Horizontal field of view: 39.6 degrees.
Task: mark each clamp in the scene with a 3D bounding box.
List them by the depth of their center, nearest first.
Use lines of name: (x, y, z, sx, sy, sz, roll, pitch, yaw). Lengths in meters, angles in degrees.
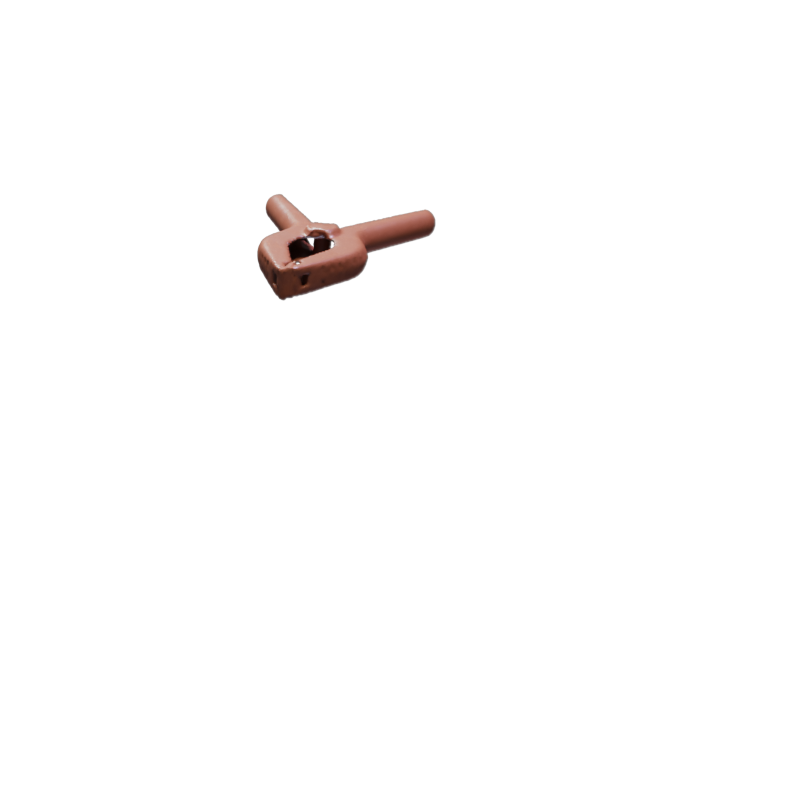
clamp: (-0.077, -0.140, 0.980, 0.170, 0.035, 0.214, 10, 28, 19)
